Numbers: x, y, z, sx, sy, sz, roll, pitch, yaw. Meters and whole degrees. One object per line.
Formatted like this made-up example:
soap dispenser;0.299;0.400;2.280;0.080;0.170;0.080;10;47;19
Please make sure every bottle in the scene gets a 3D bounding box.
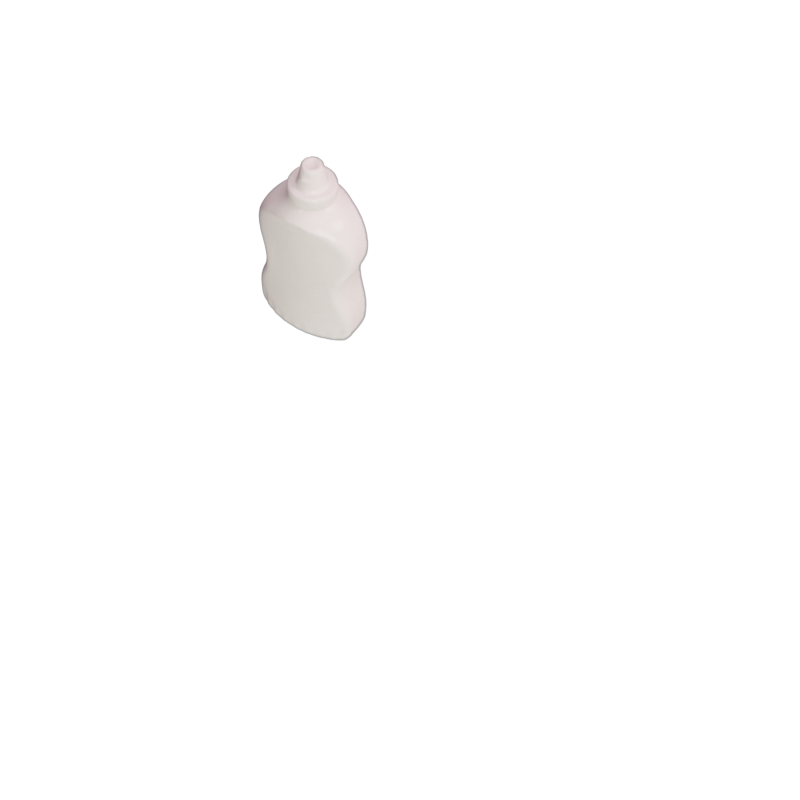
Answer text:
bottle;-0.073;-0.132;0.928;0.100;0.060;0.179;32;-31;18
